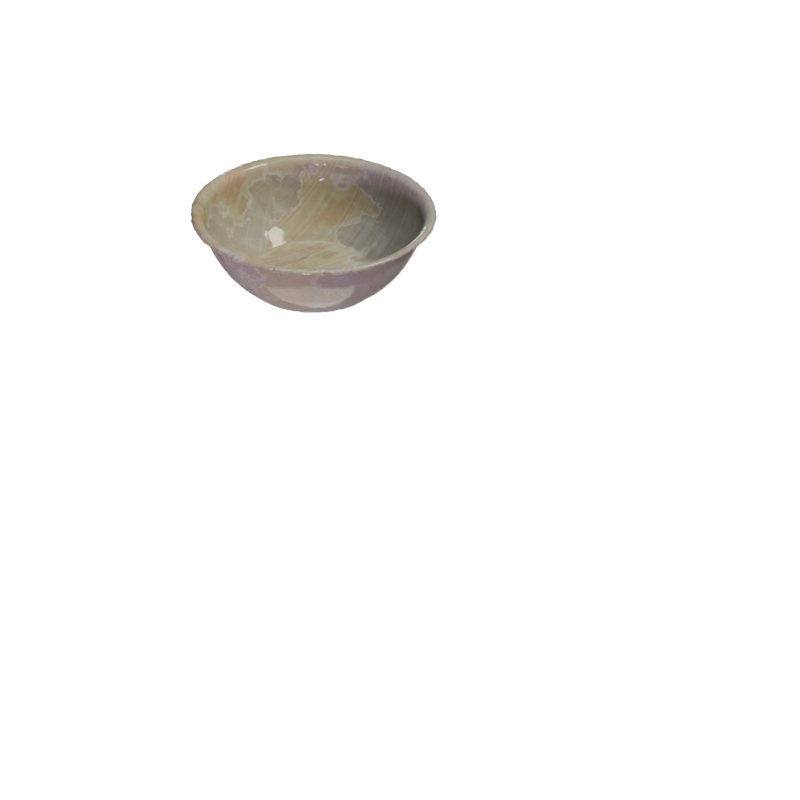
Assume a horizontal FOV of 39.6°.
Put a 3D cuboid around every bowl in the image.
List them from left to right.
[{"bbox_3d":[-0.058,-0.106,0.742,0.162,0.052,0.173,-1,36,-2],"label":"bowl"}]
